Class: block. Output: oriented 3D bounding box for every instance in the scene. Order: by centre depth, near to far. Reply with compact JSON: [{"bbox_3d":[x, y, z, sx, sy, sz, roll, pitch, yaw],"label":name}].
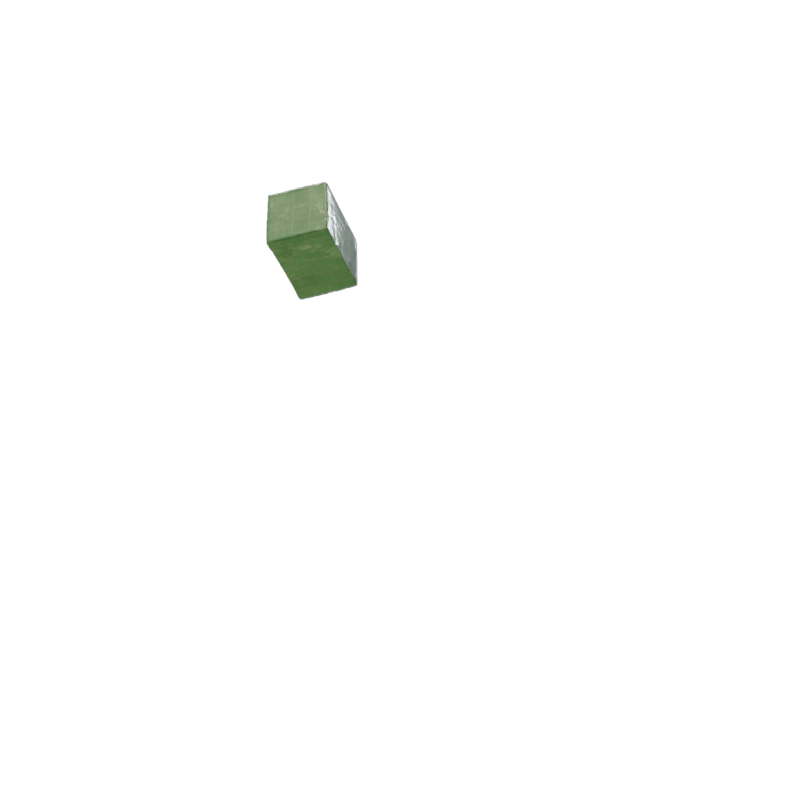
[{"bbox_3d":[-0.070,-0.128,0.898,0.053,0.055,0.072,-12,-38,13],"label":"block"}]
